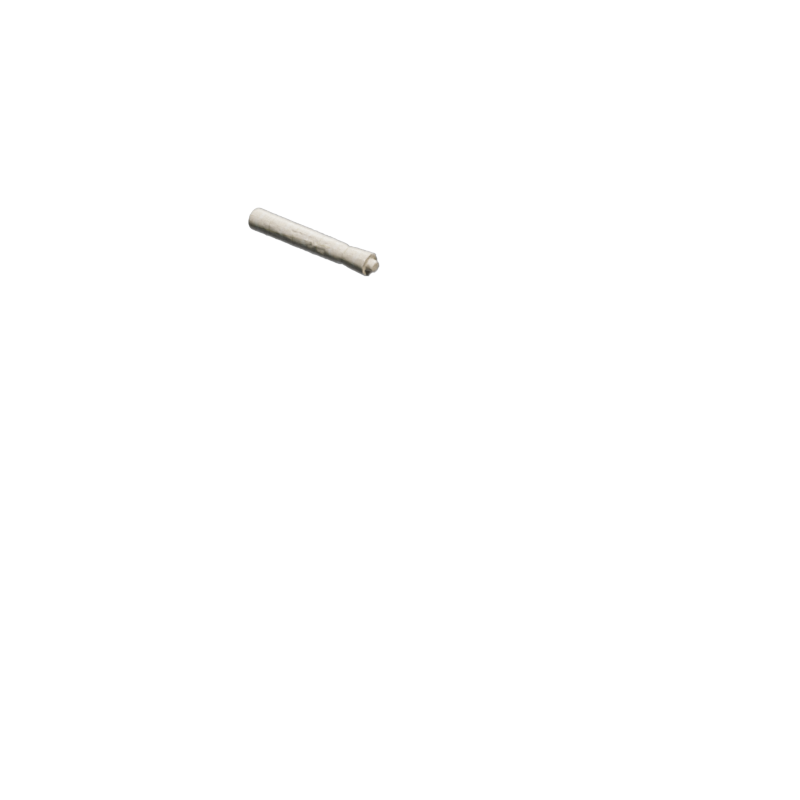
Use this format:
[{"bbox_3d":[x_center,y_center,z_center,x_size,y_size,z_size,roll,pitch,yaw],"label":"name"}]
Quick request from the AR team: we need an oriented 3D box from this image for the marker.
[{"bbox_3d":[-0.067,-0.123,0.860,0.128,0.019,0.019,26,17,31],"label":"marker"}]
